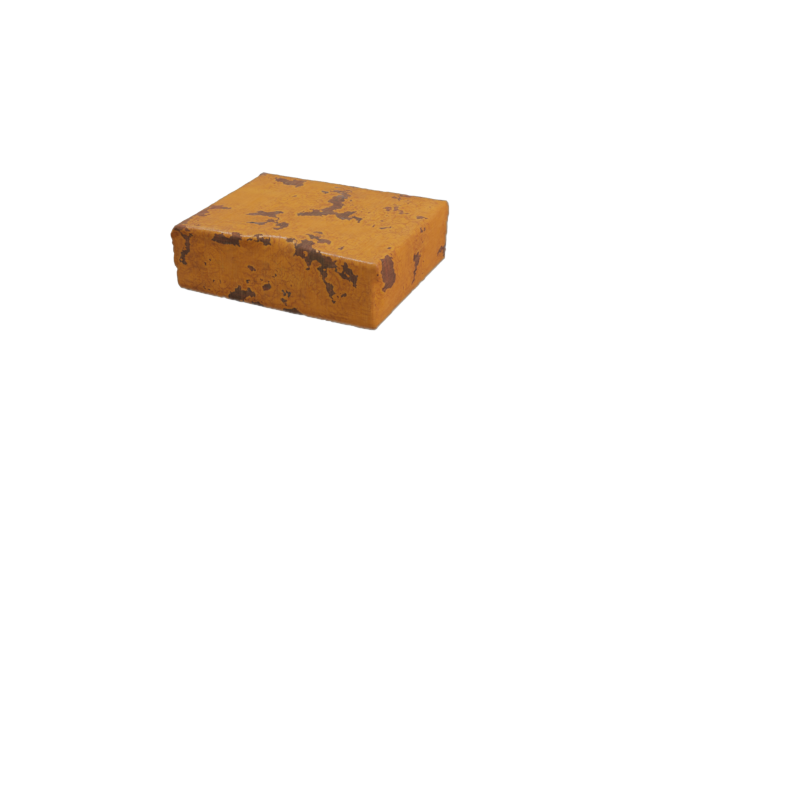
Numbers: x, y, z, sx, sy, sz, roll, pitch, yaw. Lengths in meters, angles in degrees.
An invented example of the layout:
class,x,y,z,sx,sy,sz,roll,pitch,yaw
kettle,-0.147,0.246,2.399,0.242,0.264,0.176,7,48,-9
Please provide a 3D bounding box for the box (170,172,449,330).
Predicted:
class,x,y,z,sx,sy,sz,roll,pitch,yaw
box,-0.035,-0.063,0.443,0.093,0.029,0.074,13,31,22
